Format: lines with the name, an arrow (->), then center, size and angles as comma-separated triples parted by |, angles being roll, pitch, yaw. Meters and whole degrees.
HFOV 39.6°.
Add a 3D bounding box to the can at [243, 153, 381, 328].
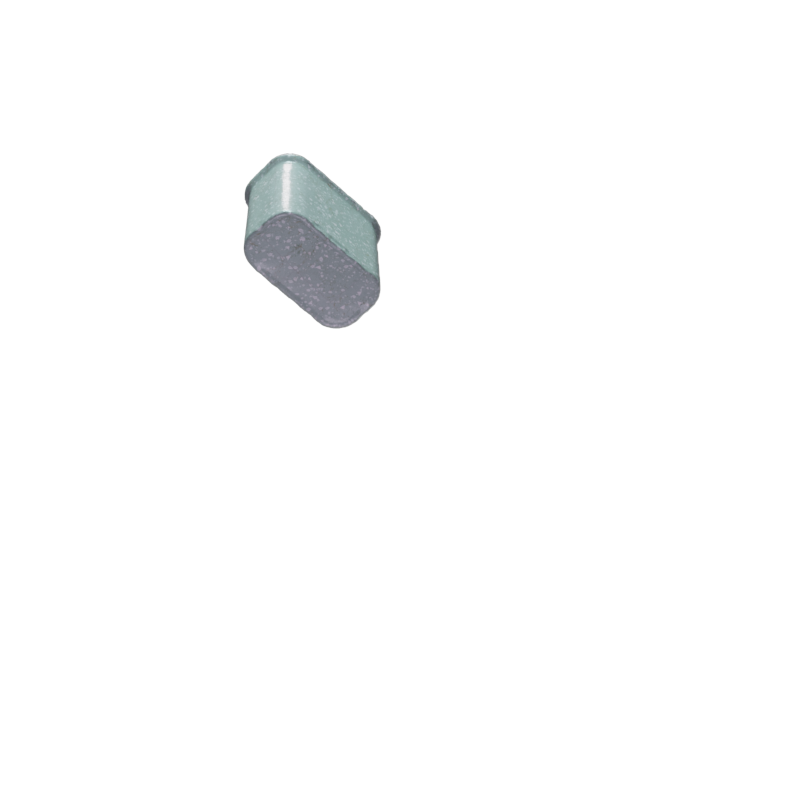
can -> -0.059, -0.108, 0.760 | 0.097, 0.057, 0.089 | 38, 24, -23
